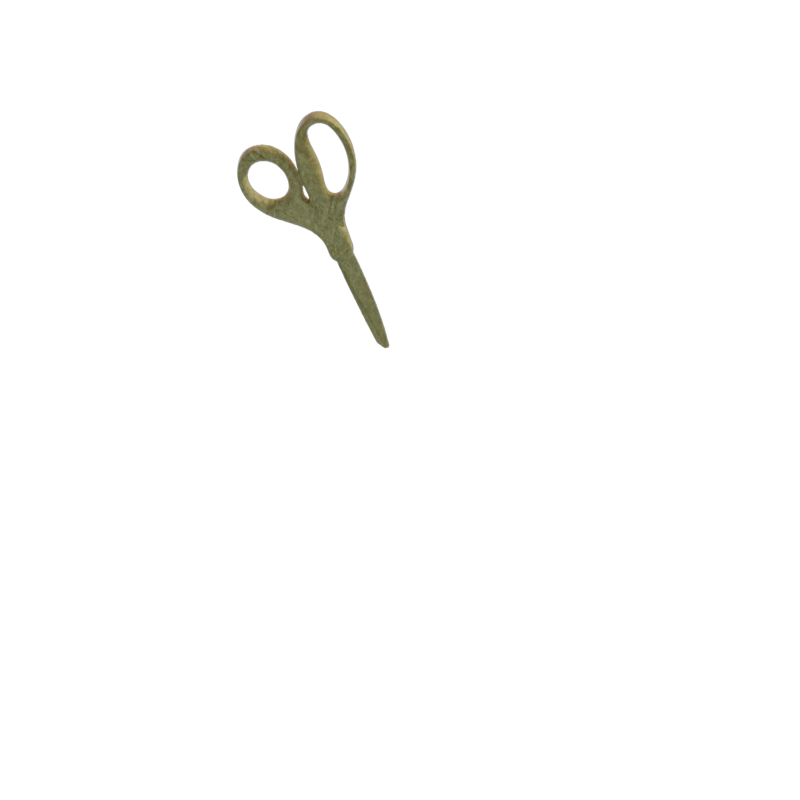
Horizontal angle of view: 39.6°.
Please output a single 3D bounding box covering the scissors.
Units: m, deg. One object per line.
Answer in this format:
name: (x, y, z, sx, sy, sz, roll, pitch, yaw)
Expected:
scissors: (-0.065, -0.119, 0.832, 0.096, 0.189, 0.017, -5, 29, 3)
